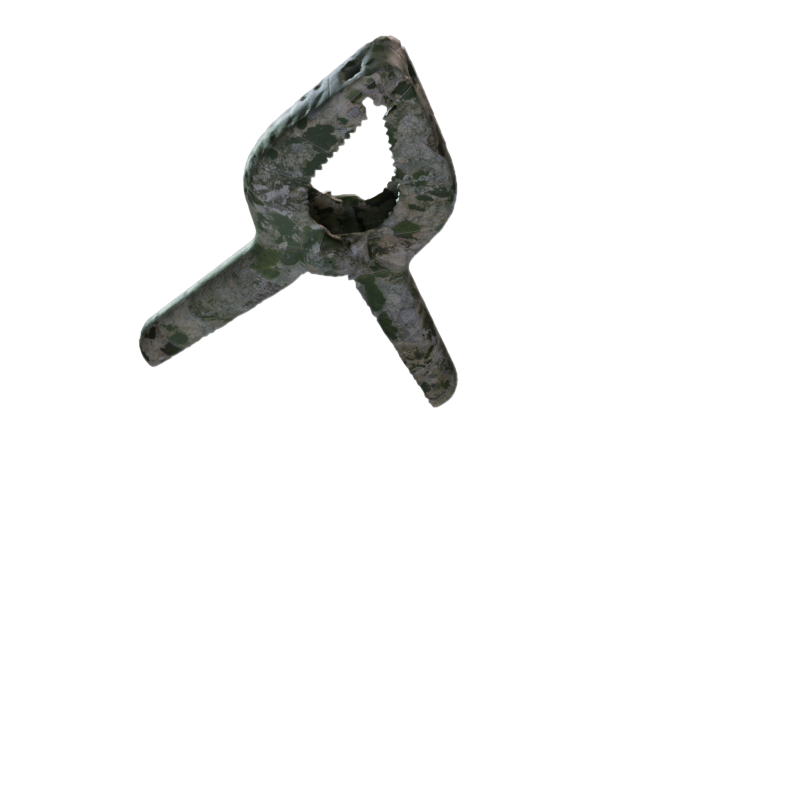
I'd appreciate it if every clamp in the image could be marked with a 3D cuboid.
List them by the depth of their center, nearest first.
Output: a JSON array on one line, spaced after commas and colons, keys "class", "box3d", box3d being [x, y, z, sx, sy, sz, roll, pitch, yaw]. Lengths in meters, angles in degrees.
[{"class": "clamp", "box3d": [-0.040, -0.073, 0.514, 0.163, 0.039, 0.197, 4, -44, -5]}]
